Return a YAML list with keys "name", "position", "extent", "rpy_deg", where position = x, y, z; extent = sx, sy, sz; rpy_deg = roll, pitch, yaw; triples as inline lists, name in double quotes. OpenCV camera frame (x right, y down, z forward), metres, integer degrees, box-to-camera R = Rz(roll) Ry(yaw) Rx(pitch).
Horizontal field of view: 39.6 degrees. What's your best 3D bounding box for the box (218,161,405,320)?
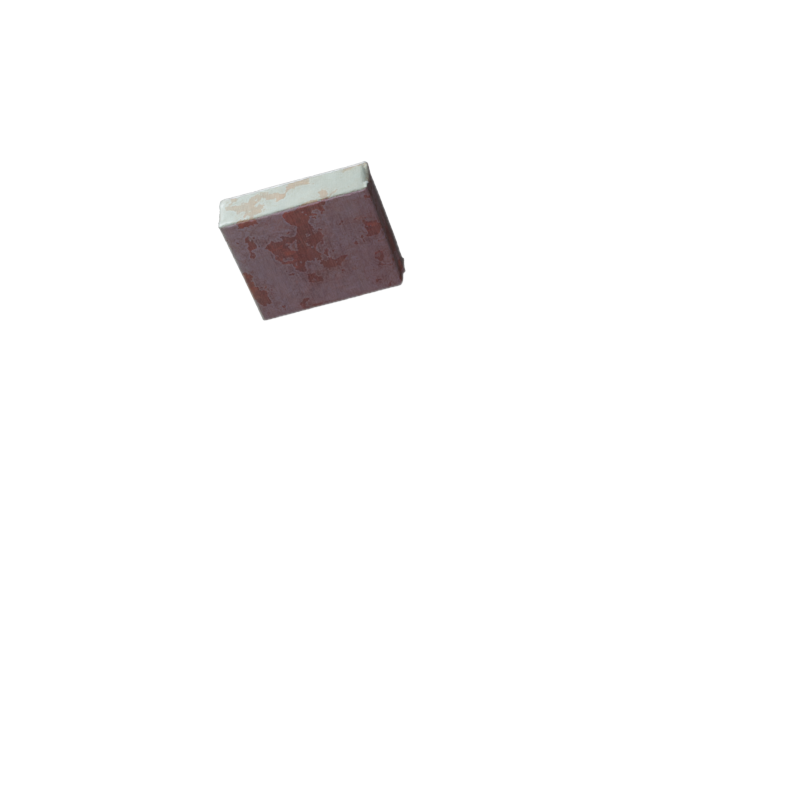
- name: "box"
  position: [-0.049, -0.090, 0.631]
  extent: [0.090, 0.068, 0.032]
  rpy_deg: [-14, 39, 11]
